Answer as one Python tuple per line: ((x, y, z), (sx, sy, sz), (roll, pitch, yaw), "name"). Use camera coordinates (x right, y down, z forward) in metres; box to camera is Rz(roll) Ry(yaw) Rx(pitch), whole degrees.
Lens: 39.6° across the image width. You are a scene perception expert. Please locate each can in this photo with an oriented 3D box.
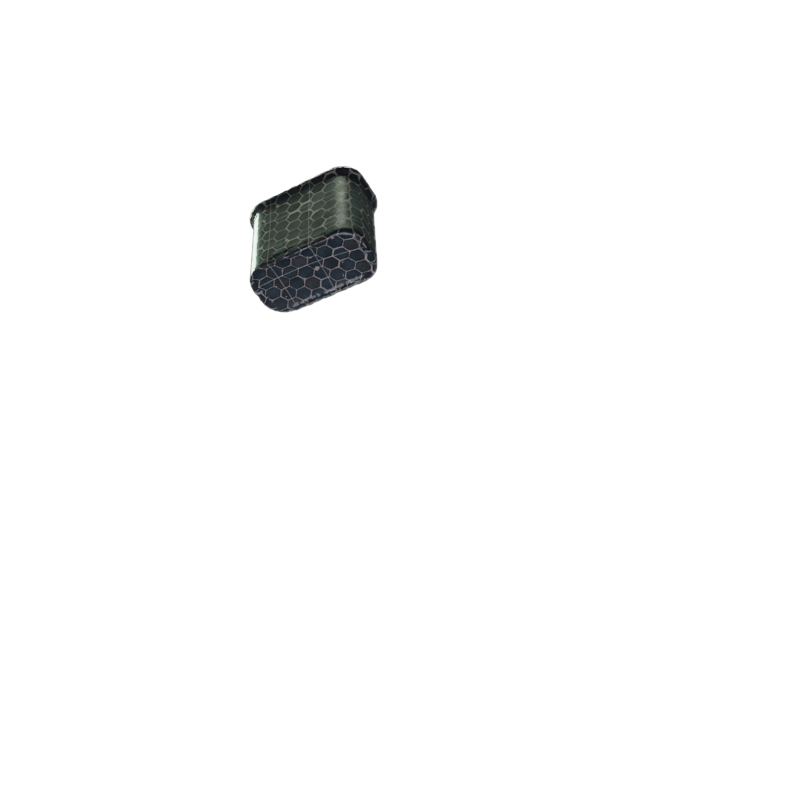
((-0.067, -0.123, 0.859), (0.102, 0.090, 0.053), (-23, -51, 17), "can")
